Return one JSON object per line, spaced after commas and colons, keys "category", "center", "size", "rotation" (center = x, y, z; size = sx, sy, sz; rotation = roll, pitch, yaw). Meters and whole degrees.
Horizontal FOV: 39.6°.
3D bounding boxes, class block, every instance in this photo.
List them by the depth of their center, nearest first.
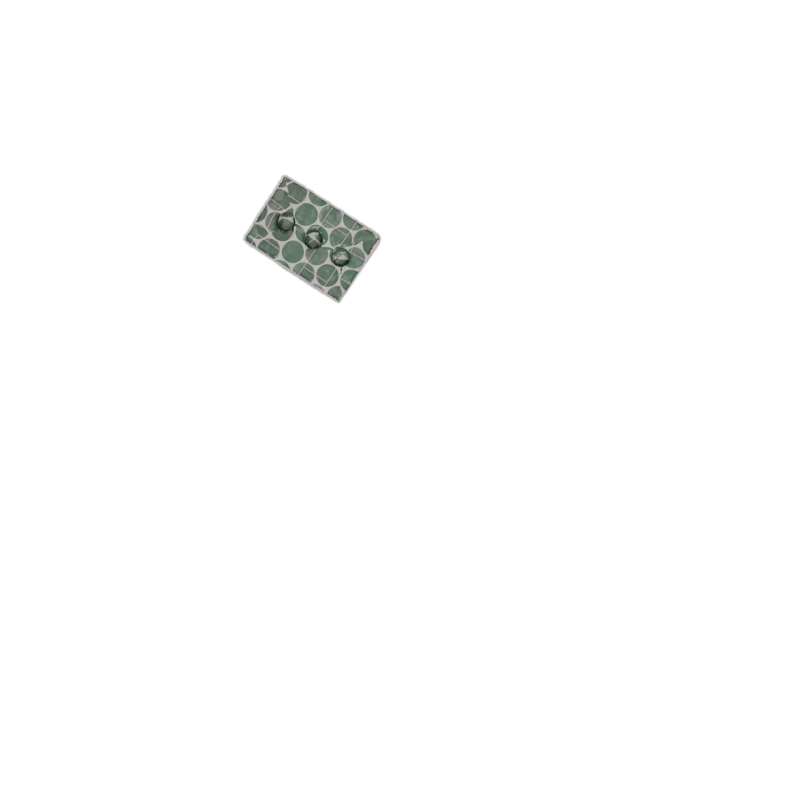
{"category": "block", "center": [-0.059, -0.108, 0.756], "size": [0.078, 0.053, 0.051], "rotation": [32, -1, 0]}
